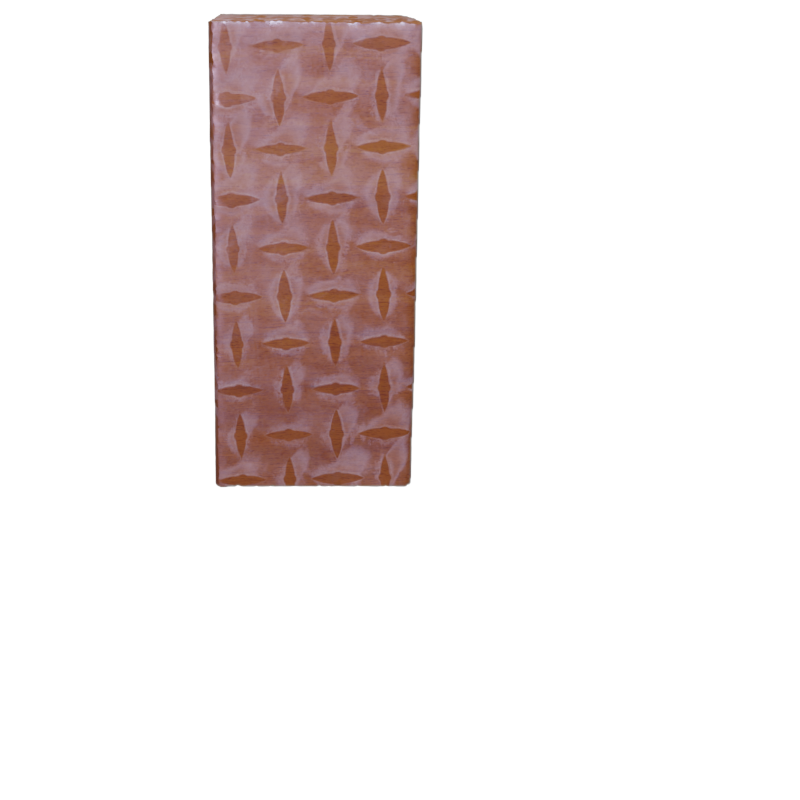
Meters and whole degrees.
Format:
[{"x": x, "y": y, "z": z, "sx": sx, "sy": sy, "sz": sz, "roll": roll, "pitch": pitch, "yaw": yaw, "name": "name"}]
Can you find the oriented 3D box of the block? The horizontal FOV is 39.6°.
[{"x": -0.040, "y": -0.074, "z": 0.518, "sx": 0.090, "sy": 0.199, "sz": 0.094, "roll": 0, "pitch": 15, "yaw": -3, "name": "block"}]
